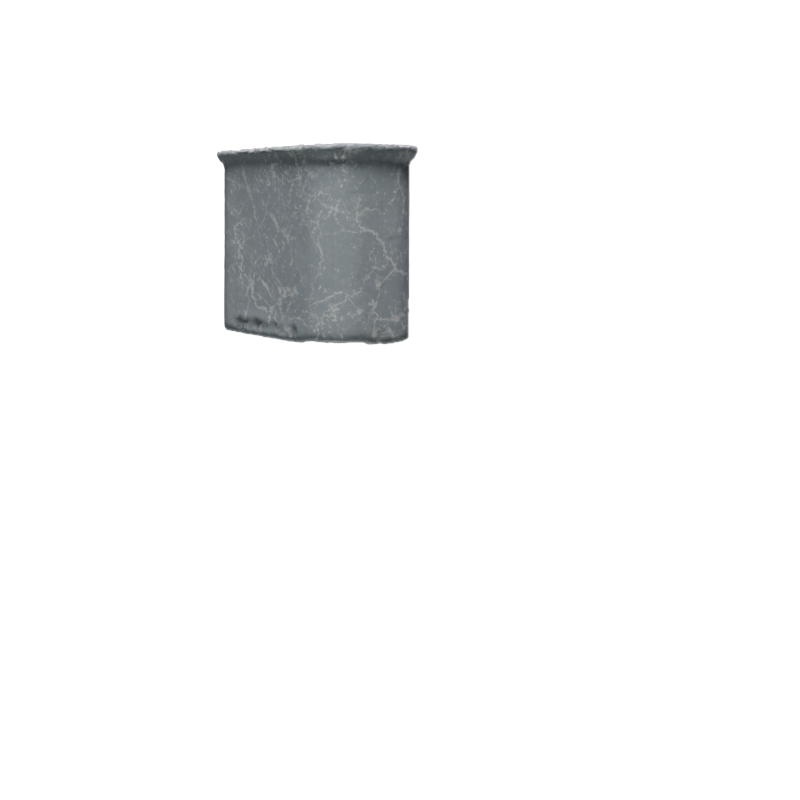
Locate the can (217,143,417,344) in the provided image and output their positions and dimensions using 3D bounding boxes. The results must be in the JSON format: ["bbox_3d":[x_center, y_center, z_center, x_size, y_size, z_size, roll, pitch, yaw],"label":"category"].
[{"bbox_3d":[-0.039,-0.071,0.500,0.055,0.083,0.107,-3,8,-37],"label":"can"}]
